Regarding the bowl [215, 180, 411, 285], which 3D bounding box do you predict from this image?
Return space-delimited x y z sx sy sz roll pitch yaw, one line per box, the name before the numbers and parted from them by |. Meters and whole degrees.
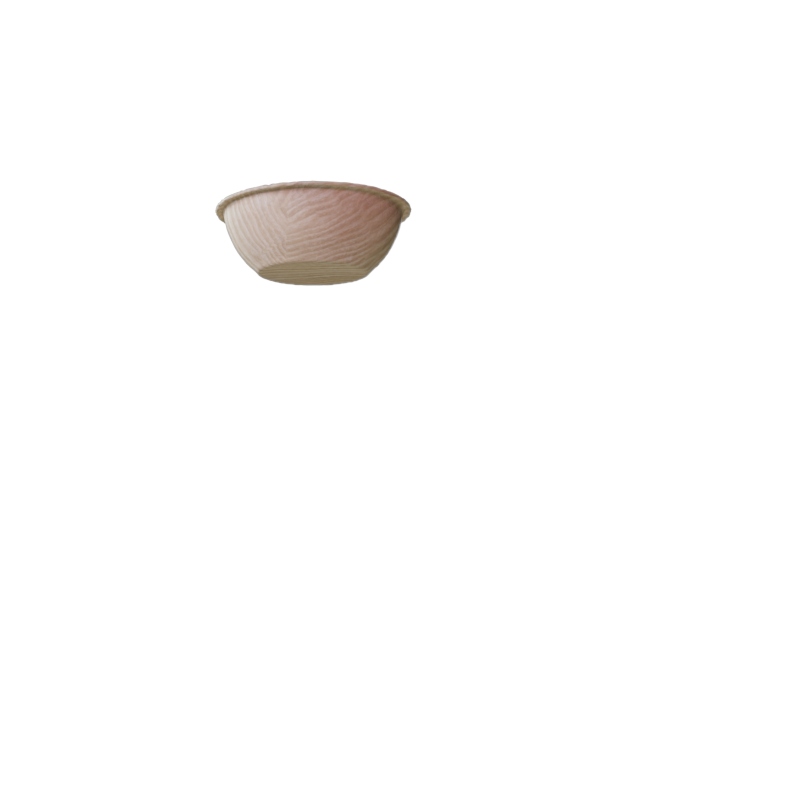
bowl | -0.071 -0.130 0.909 0.162 0.057 0.158 0 -7 -2
